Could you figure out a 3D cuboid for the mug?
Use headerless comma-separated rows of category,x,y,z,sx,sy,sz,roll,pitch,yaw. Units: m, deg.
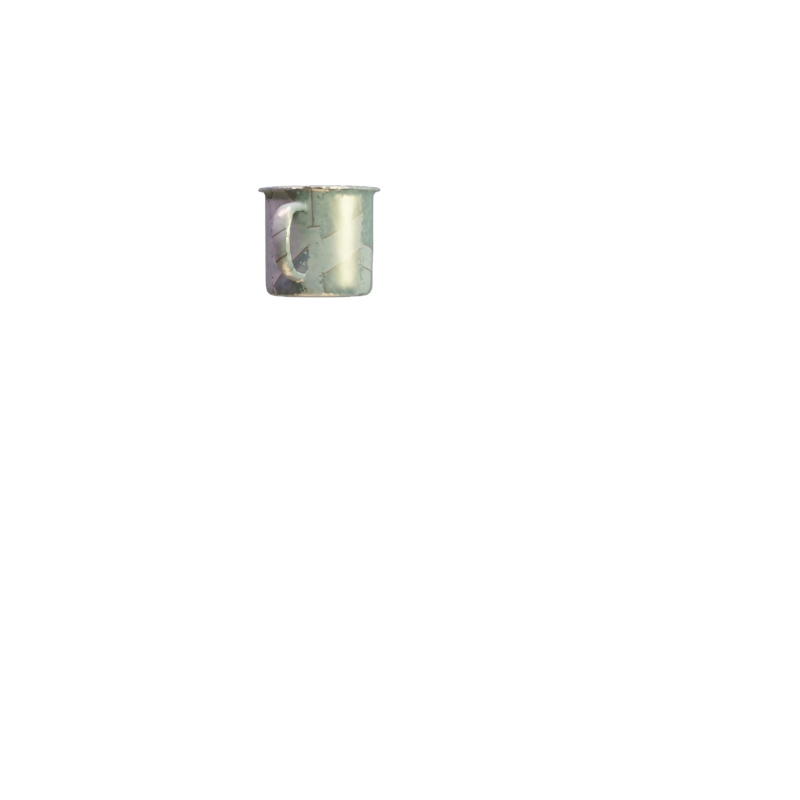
mug,-0.065,-0.119,0.830,0.096,0.081,0.115,2,6,18
